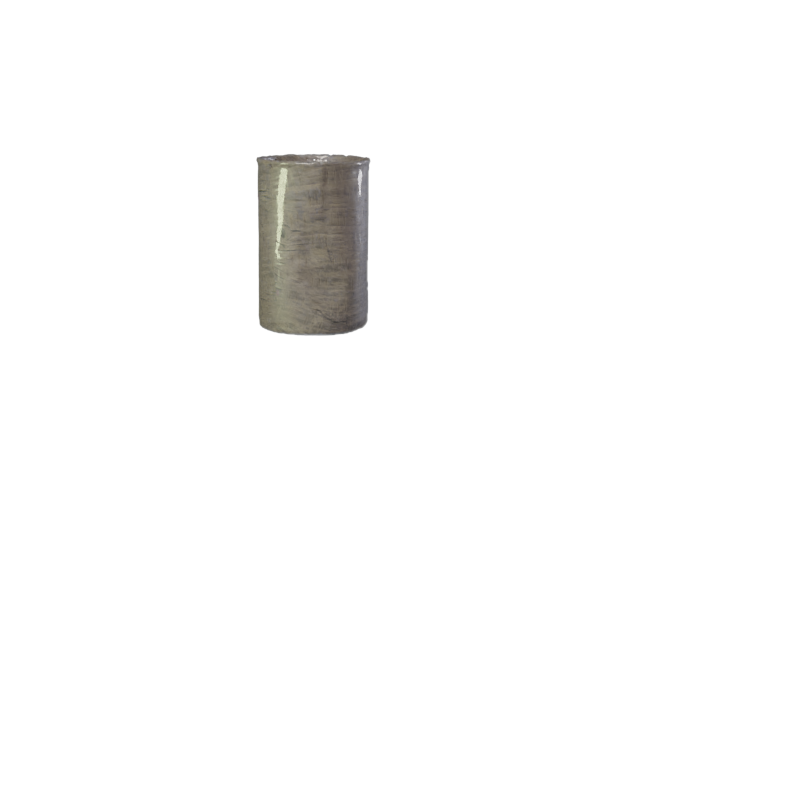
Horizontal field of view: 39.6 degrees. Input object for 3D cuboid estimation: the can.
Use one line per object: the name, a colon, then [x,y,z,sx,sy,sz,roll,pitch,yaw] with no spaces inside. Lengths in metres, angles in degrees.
can: [-0.052,-0.095,0.669,0.068,0.100,0.070,0,11,-2]
